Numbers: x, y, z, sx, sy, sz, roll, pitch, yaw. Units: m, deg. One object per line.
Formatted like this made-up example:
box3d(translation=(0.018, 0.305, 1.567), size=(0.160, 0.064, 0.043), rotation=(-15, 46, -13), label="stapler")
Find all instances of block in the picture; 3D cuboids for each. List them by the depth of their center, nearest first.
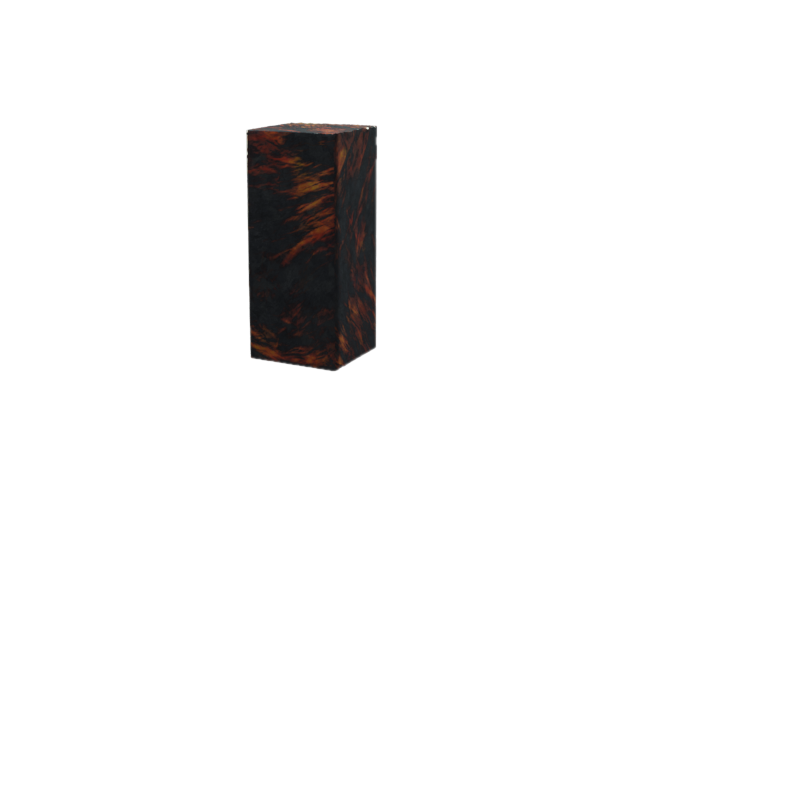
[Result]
box3d(translation=(-0.079, -0.142, 0.996), size=(0.094, 0.200, 0.089), rotation=(7, 14, 25), label="block")
